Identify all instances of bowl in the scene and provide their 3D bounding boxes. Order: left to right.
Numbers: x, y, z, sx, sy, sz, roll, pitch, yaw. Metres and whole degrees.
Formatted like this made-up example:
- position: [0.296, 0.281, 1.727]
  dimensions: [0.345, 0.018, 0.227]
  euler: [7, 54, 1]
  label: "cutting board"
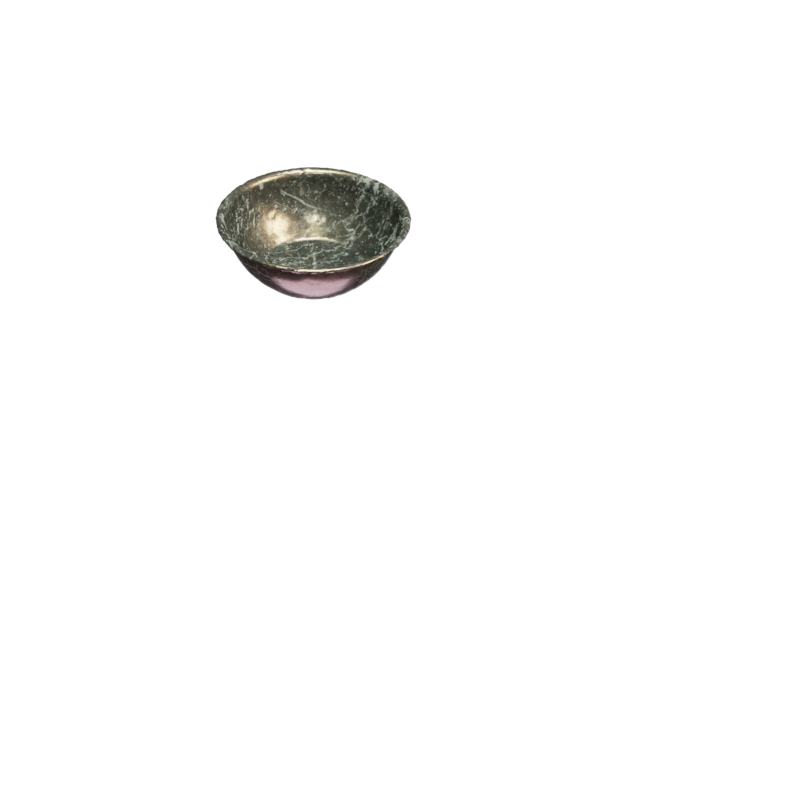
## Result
- position: [-0.073, -0.133, 0.931]
  dimensions: [0.162, 0.051, 0.174]
  euler: [-1, 38, -2]
  label: "bowl"
